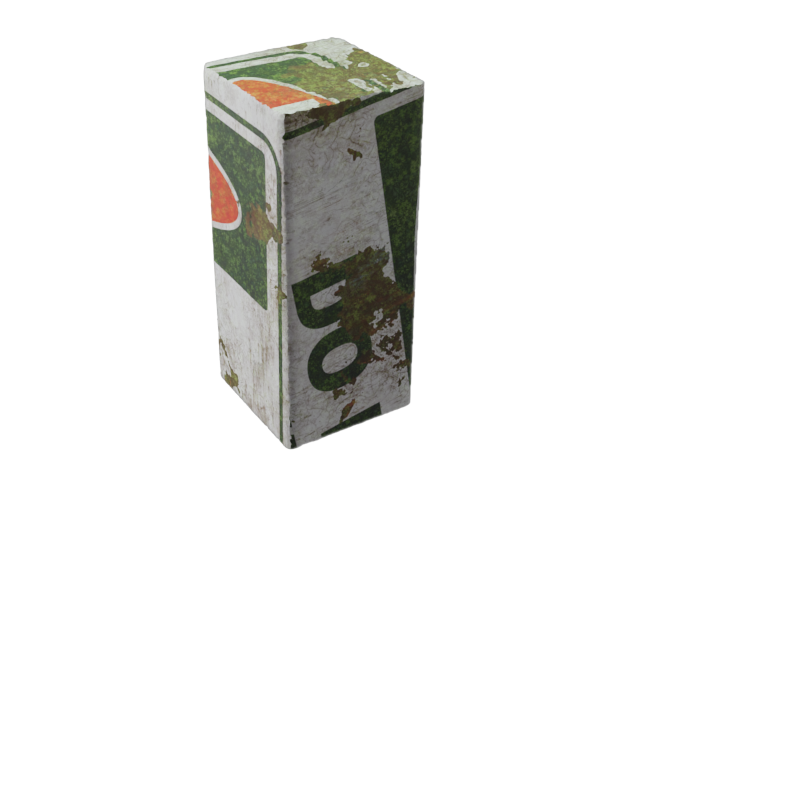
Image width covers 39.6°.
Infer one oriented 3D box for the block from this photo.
[{"bbox_3d":[-0.050,-0.091,0.635,0.089,0.194,0.098,-18,37,-29],"label":"block"}]
